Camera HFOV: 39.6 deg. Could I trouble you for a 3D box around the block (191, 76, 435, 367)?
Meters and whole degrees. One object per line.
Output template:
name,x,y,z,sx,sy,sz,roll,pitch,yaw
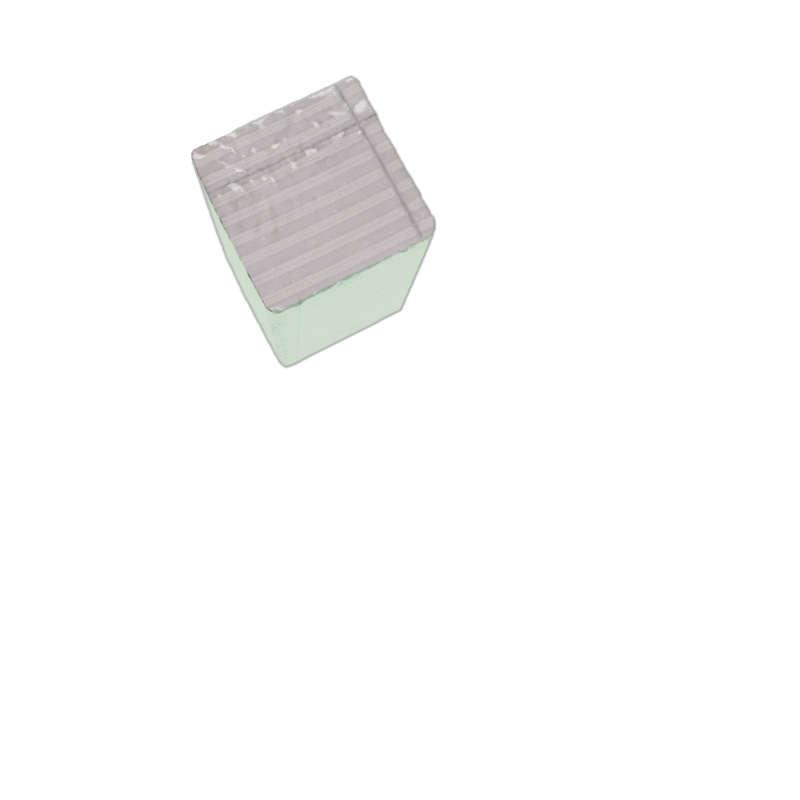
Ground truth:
block,-0.048,-0.088,0.618,0.090,0.092,0.202,-27,-5,-7
